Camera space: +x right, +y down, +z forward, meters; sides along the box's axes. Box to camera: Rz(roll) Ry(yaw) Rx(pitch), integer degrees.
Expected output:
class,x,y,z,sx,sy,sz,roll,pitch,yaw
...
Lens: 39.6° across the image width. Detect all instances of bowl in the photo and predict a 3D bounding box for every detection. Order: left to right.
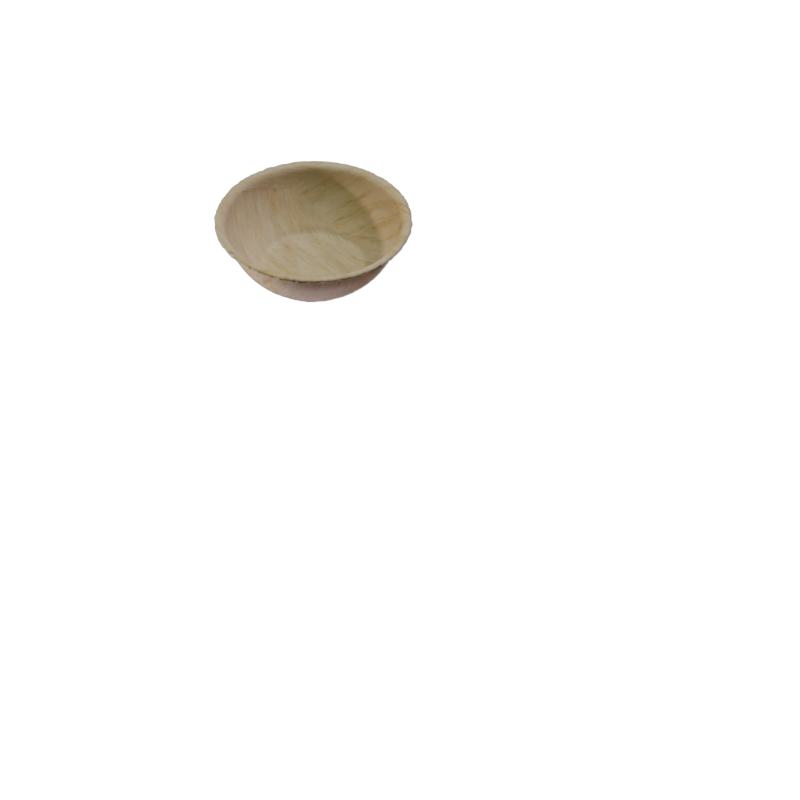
class,x,y,z,sx,sy,sz,roll,pitch,yaw
bowl,-0.072,-0.132,0.922,0.162,0.051,0.174,-1,43,-1
